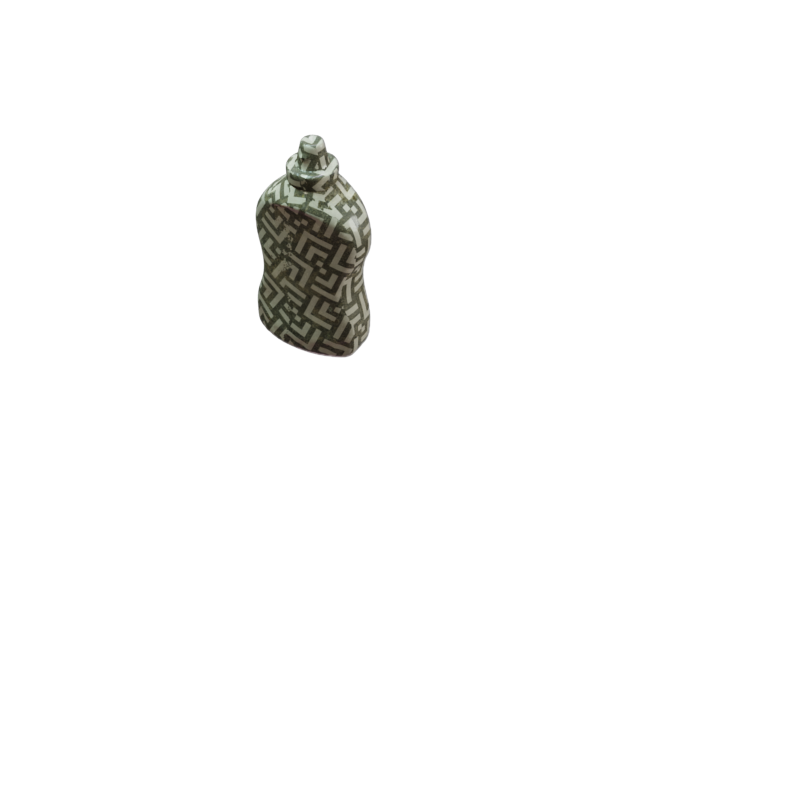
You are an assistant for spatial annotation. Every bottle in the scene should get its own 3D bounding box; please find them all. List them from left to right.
[{"bbox_3d":[-0.070,-0.127,0.888,0.101,0.179,0.060,24,44,23],"label":"bottle"}]
